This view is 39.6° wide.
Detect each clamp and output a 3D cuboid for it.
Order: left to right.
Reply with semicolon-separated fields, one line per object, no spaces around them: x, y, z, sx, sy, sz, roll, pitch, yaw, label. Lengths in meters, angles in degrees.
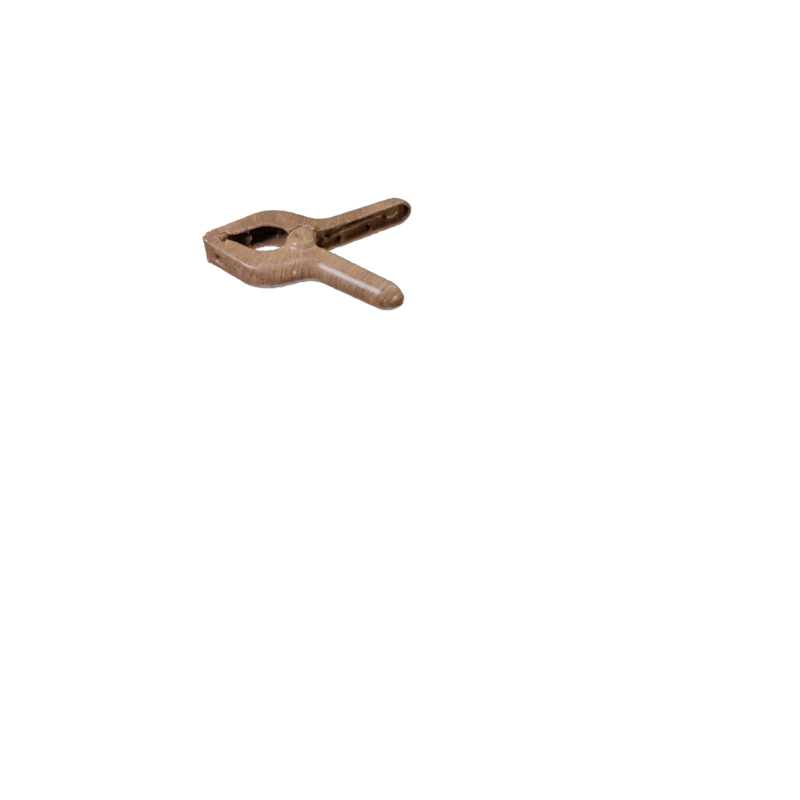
-0.070;-0.129;0.900;0.175;0.037;0.126;10;42;11;clamp
